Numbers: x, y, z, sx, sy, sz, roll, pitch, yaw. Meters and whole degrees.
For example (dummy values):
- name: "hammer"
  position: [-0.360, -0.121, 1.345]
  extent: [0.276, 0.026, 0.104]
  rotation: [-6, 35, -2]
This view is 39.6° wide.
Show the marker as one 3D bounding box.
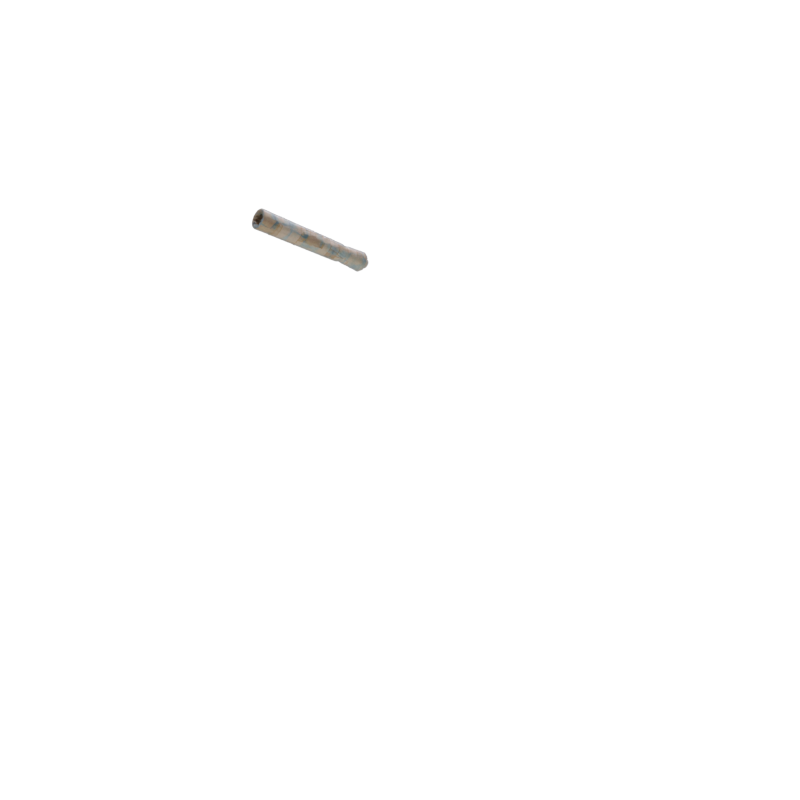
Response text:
- name: "marker"
  position: [-0.077, -0.140, 0.981]
  extent: [0.114, 0.020, 0.020]
  rotation: [19, -8, -33]
